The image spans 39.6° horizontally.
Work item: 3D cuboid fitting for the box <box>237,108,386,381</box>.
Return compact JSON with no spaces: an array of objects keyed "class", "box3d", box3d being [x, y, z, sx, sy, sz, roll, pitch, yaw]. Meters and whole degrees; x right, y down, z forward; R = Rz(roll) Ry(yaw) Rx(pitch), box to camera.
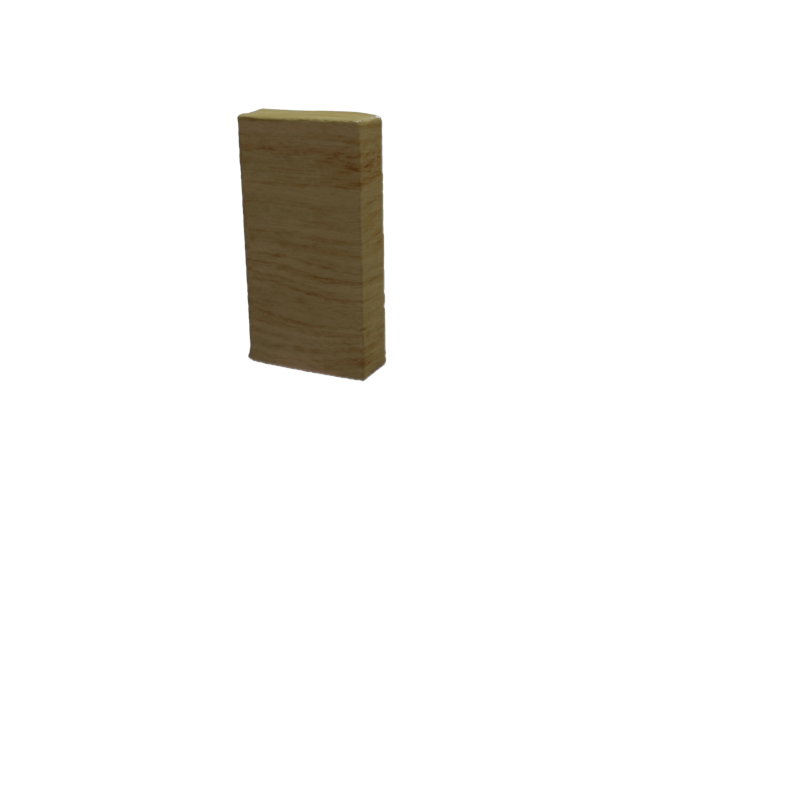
[{"class":"box","box3d":[-0.059,-0.108,0.754,0.097,0.171,0.048,8,15,26]}]
